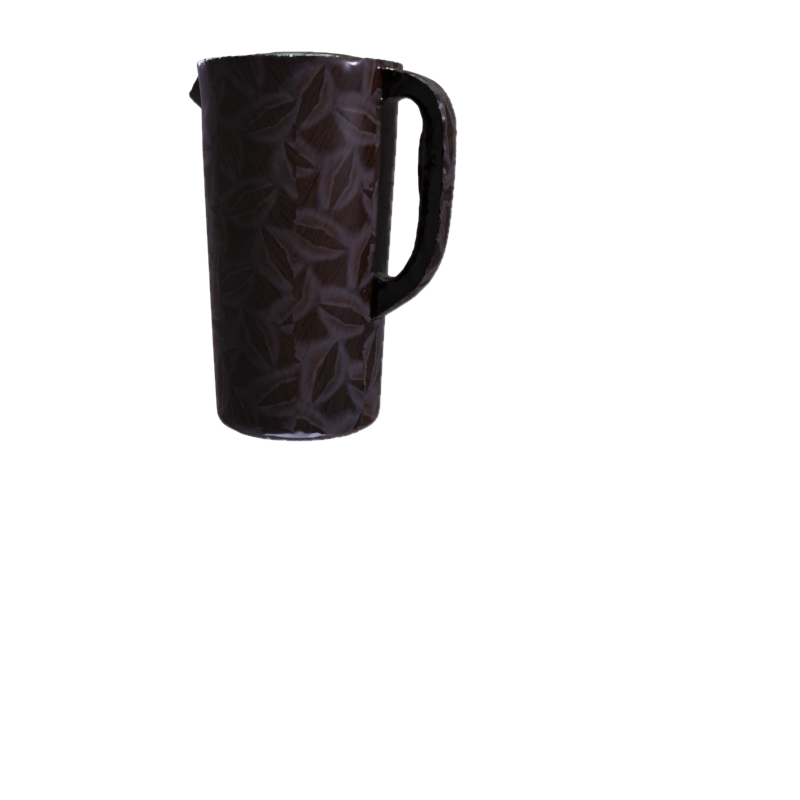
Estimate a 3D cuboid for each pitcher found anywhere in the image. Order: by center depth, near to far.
[{"bbox_3d":[-0.056,-0.102,0.716,0.142,0.240,0.155,-2,7,-19],"label":"pitcher"}]
